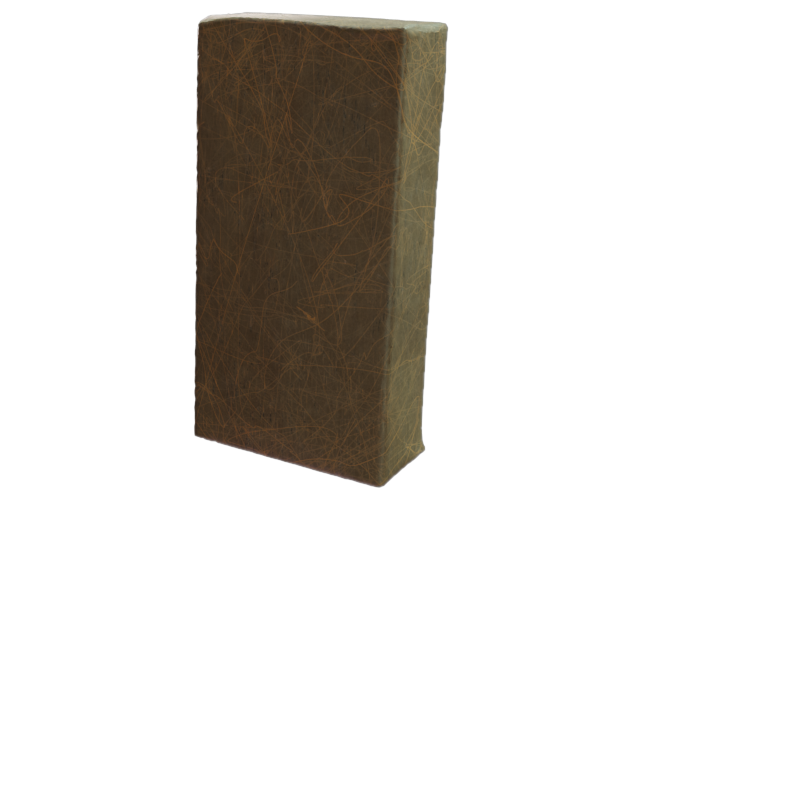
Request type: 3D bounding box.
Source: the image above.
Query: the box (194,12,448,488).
[{"bbox_3d":[-0.035,-0.063,0.441,0.097,0.170,0.048,10,19,27],"label":"box"}]
